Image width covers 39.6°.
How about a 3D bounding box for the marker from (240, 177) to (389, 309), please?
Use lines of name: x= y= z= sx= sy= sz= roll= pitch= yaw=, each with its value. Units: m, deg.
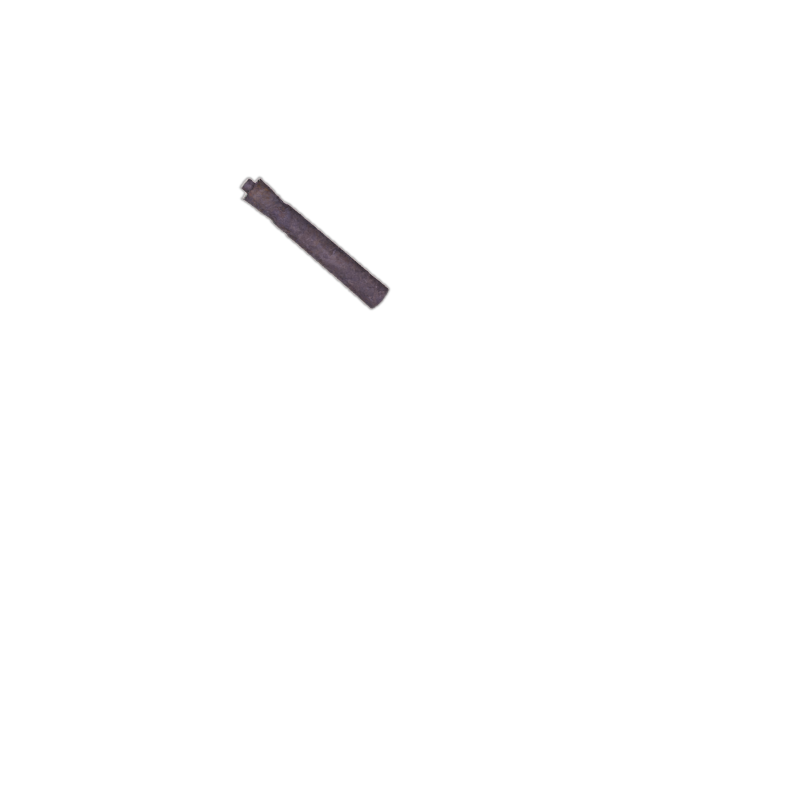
marker: x=-0.058 y=-0.106 z=0.740 sx=0.118 sy=0.020 sz=0.020 roll=40 pitch=-5 yaw=-9
